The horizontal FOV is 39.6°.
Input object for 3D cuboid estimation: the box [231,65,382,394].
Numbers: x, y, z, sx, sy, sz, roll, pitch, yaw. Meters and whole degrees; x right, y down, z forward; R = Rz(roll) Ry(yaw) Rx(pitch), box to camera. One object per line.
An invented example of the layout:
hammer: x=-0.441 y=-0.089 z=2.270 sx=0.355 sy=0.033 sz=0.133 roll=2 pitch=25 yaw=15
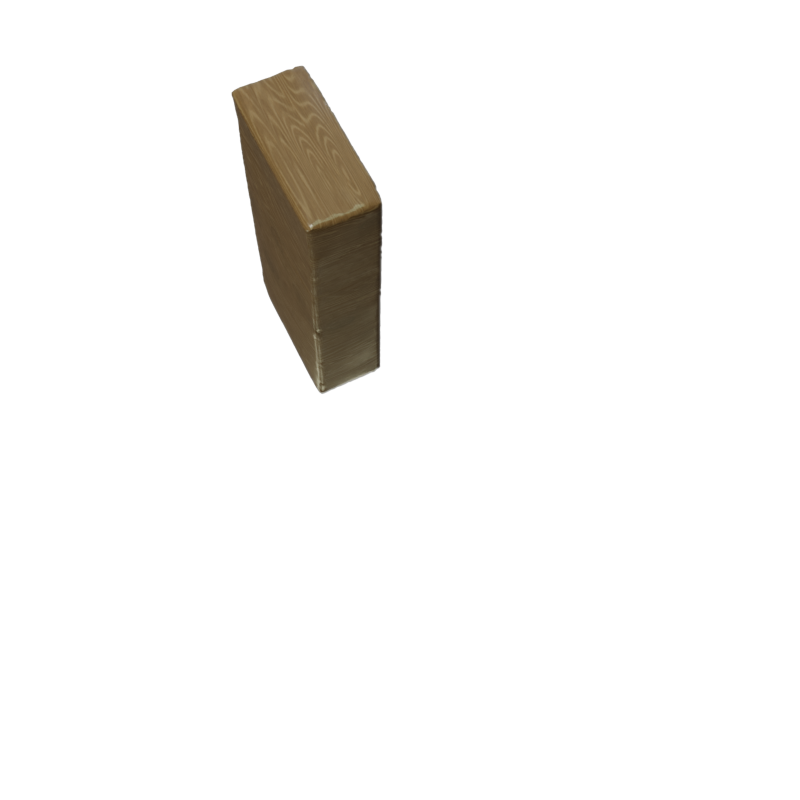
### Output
box: x=-0.046 y=-0.084 z=0.588 sx=0.048 sy=0.100 sz=0.166 roll=-21 pitch=-24 yaw=-14
